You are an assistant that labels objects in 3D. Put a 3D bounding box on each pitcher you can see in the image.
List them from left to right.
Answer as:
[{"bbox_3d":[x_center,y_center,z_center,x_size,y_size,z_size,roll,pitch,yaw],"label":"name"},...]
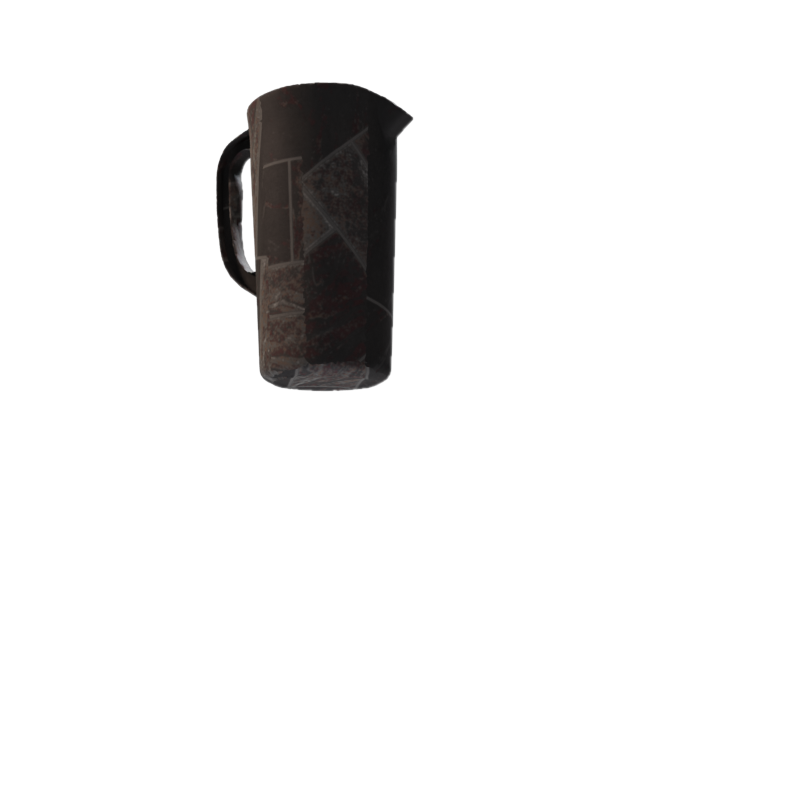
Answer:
[{"bbox_3d":[-0.073,-0.134,0.938,0.141,0.252,0.148,4,-14,-19],"label":"pitcher"}]
